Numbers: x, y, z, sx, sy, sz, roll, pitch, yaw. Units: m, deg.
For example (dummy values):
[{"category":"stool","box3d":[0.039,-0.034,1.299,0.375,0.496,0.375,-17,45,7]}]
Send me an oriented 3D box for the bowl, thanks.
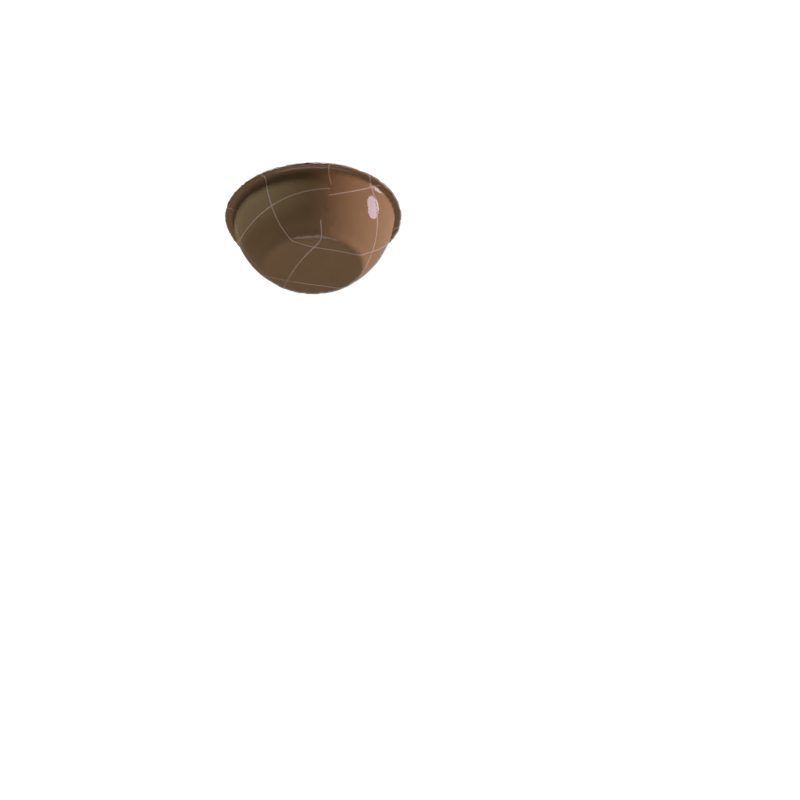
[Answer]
[{"category":"bowl","box3d":[-0.078,-0.143,0.999,0.162,0.059,0.152,1,-30,-2]}]
